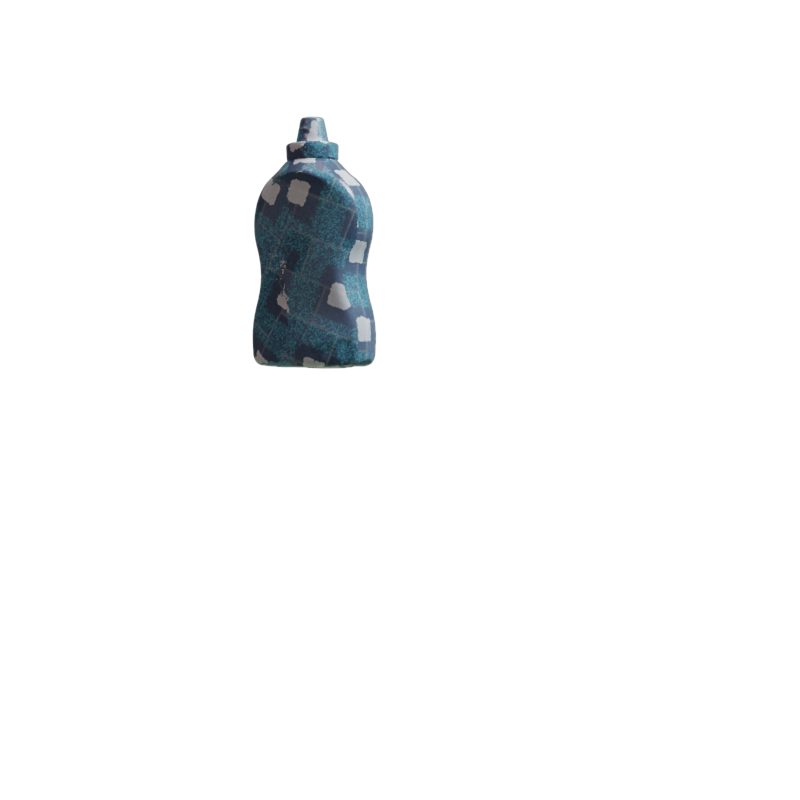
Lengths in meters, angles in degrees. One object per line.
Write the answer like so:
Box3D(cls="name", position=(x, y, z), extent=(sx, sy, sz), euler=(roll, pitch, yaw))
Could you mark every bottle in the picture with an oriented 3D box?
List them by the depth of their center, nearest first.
Box3D(cls="bottle", position=(-0.067, -0.122, 0.854), extent=(0.099, 0.193, 0.056), euler=(-1, -3, 31))
